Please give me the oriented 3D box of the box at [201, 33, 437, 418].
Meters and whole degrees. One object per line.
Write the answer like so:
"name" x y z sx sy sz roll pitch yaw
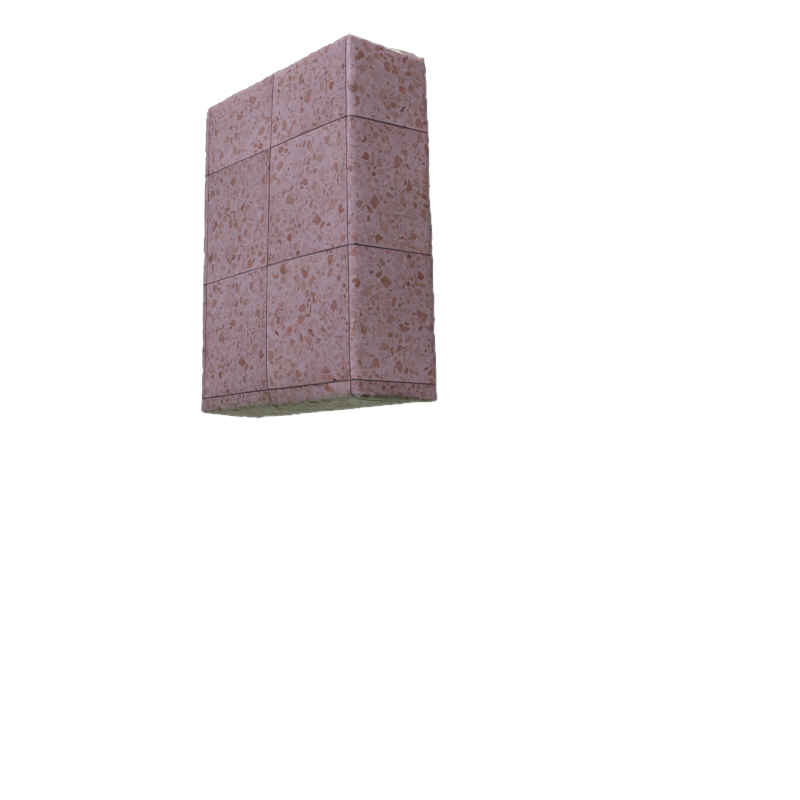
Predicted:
"box" -0.055 -0.101 0.705 0.068 0.220 0.168 9 -14 -39
